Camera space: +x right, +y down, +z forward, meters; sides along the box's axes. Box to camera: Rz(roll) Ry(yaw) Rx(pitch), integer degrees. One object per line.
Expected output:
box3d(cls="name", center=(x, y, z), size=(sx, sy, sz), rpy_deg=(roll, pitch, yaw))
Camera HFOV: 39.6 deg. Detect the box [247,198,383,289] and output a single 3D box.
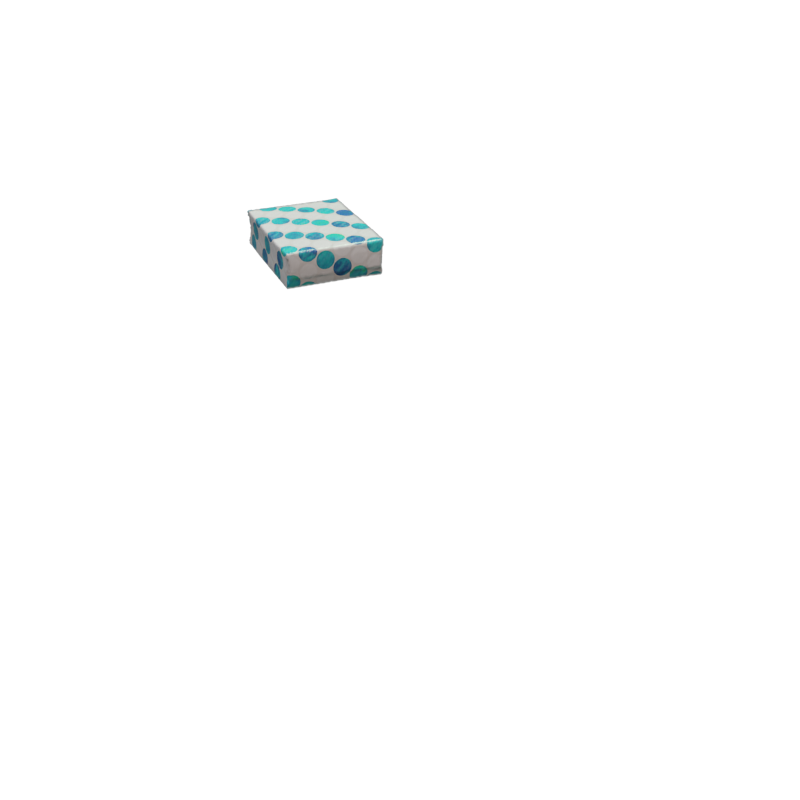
box3d(cls="box", center=(-0.077, -0.141, 0.988), size=(0.088, 0.037, 0.122), rpy_deg=(-10, 29, -21))
